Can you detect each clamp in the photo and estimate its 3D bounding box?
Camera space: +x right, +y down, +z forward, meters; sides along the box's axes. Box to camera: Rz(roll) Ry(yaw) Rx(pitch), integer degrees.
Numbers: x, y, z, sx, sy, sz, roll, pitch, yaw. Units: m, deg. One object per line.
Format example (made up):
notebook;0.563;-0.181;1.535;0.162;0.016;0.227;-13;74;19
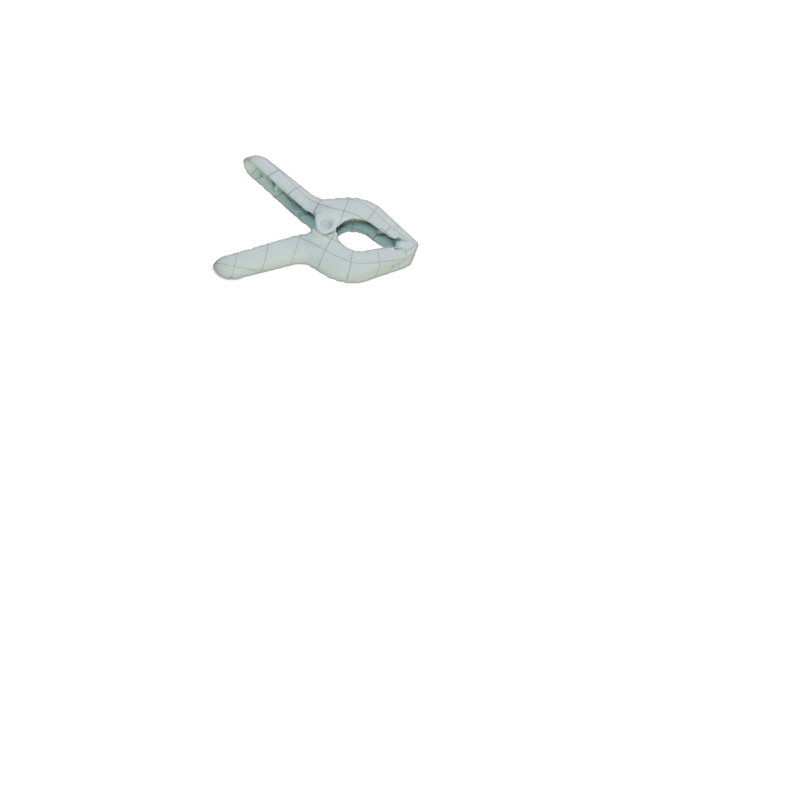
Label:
clamp;-0.074;-0.136;0.951;0.174;0.124;0.037;19;-20;7
